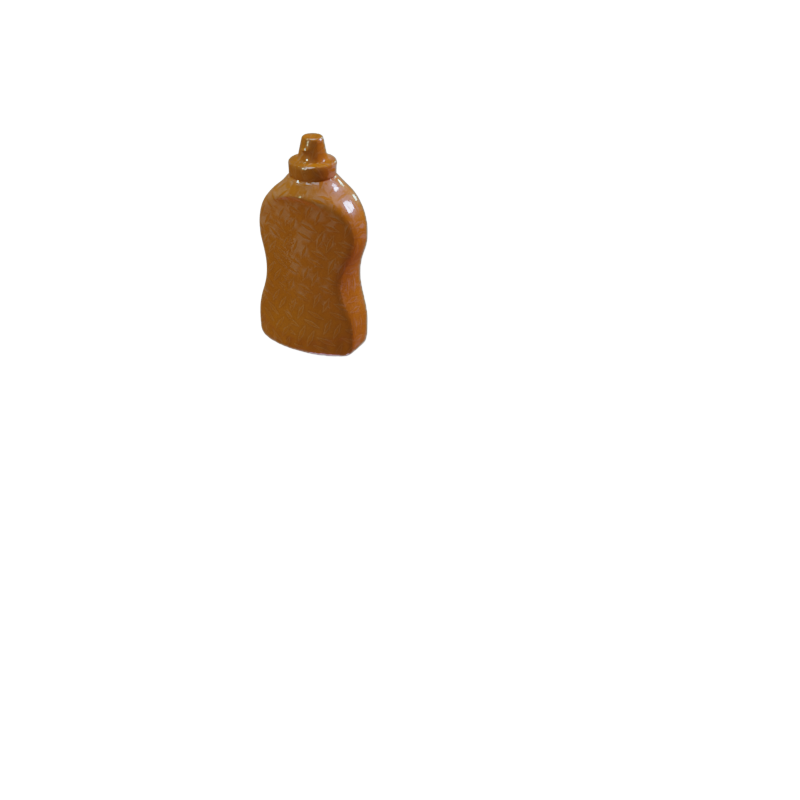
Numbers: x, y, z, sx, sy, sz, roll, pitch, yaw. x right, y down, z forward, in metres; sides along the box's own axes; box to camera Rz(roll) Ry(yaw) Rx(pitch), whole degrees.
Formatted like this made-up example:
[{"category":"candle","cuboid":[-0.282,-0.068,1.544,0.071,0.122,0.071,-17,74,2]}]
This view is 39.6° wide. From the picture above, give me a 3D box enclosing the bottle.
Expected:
[{"category":"bottle","cuboid":[-0.075,-0.136,0.955,0.100,0.182,0.059,16,28,27]}]
